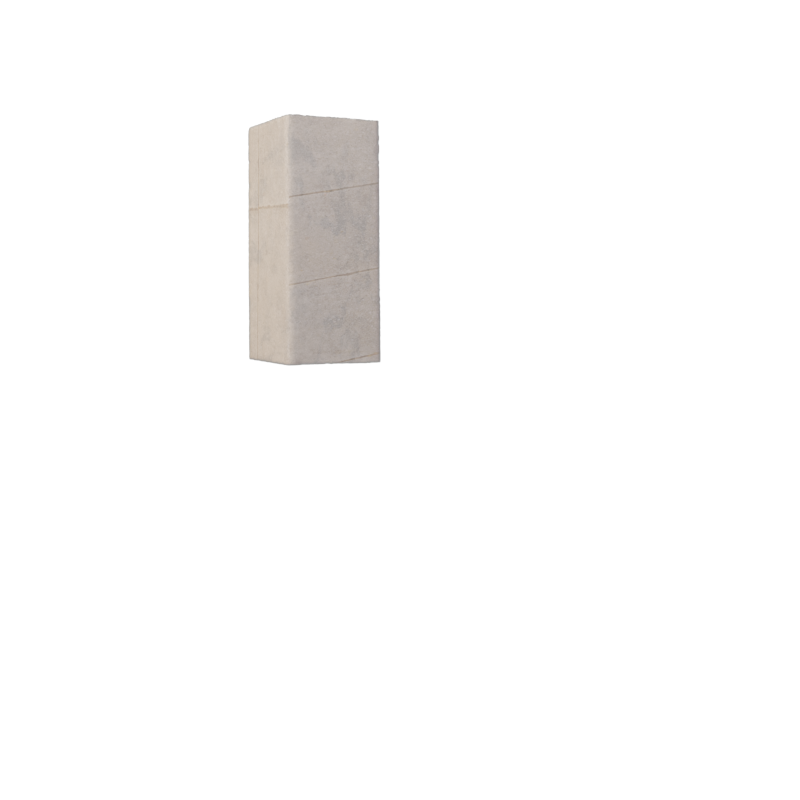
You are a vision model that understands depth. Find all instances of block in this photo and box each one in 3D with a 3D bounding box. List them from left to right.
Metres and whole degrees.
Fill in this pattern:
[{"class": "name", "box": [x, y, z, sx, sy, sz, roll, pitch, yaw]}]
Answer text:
[{"class": "block", "box": [-0.076, -0.138, 0.964, 0.087, 0.207, 0.093, 0, -1, -28]}]
